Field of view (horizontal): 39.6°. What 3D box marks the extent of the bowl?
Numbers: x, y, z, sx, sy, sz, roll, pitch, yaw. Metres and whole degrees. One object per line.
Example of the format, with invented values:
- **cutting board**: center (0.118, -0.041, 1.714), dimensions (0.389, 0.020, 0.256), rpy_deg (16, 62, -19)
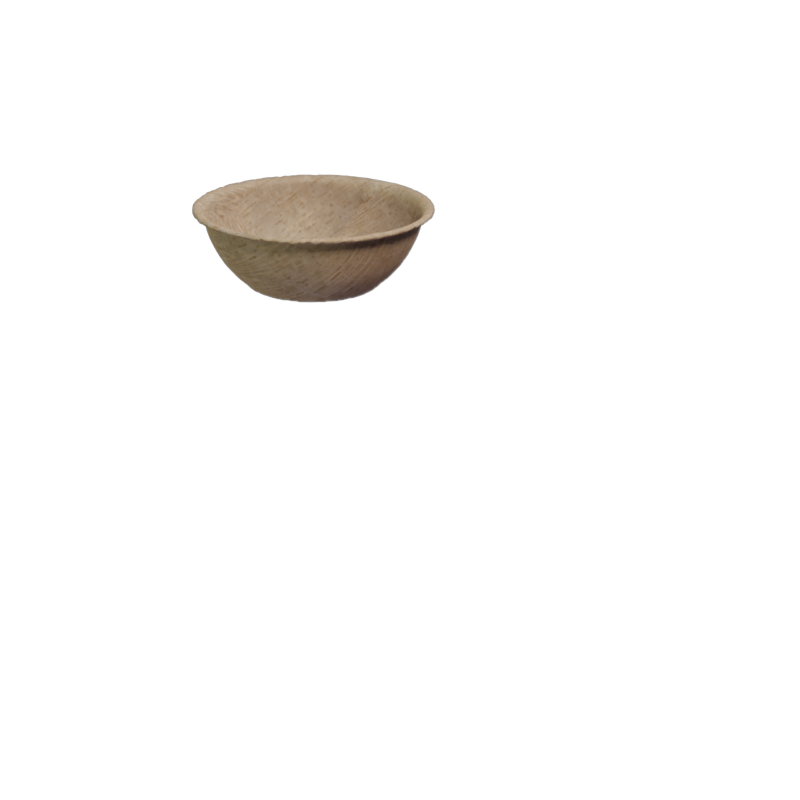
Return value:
- **bowl**: center (-0.059, -0.107, 0.747), dimensions (0.162, 0.053, 0.170), rpy_deg (-1, 24, -2)
